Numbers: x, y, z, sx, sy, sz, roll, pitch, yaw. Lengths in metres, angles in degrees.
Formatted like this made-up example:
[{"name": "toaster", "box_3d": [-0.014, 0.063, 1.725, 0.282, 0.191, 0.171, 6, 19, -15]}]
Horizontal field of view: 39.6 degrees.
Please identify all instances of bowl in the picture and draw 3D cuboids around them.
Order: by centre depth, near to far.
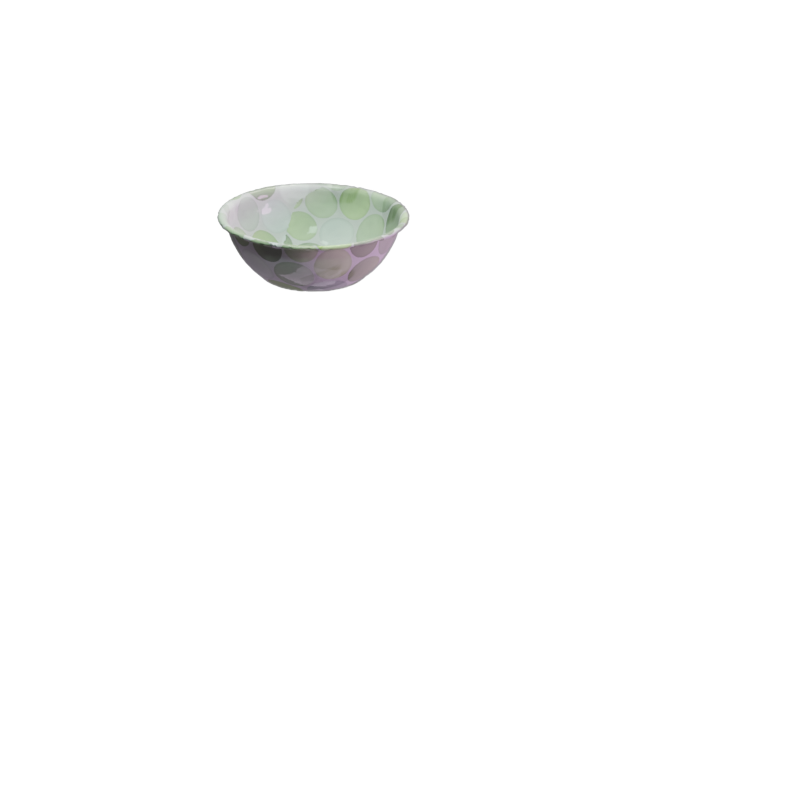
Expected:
[{"name": "bowl", "box_3d": [-0.074, -0.134, 0.941, 0.162, 0.052, 0.171, -1, 27, -2]}]
